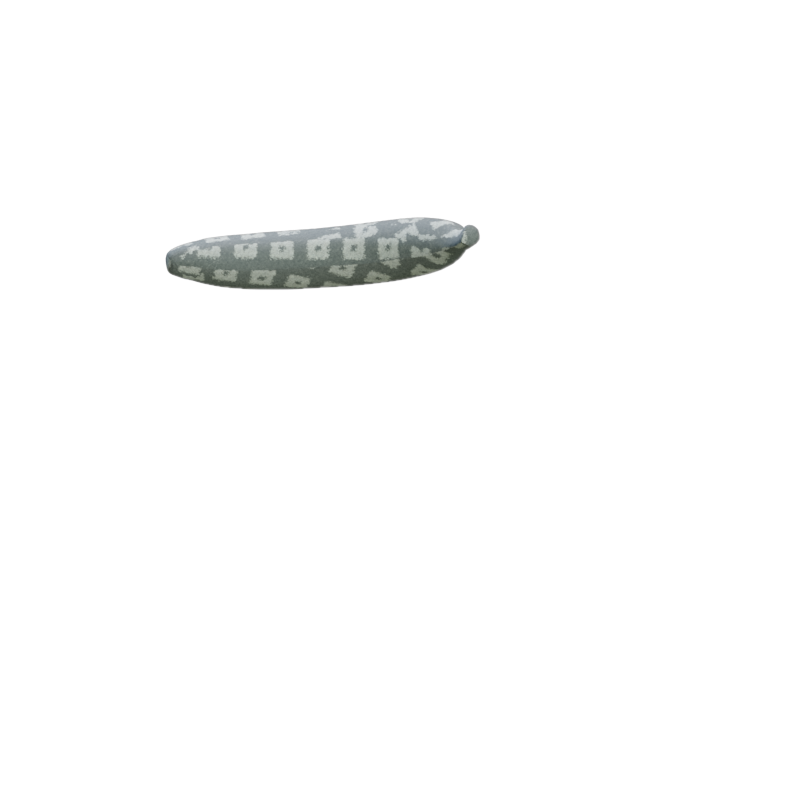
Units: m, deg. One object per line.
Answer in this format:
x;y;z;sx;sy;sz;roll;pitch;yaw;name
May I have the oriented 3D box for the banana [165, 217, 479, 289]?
-0.043;-0.092;0.679;0.202;0.038;0.066;-4;-14;19;banana
